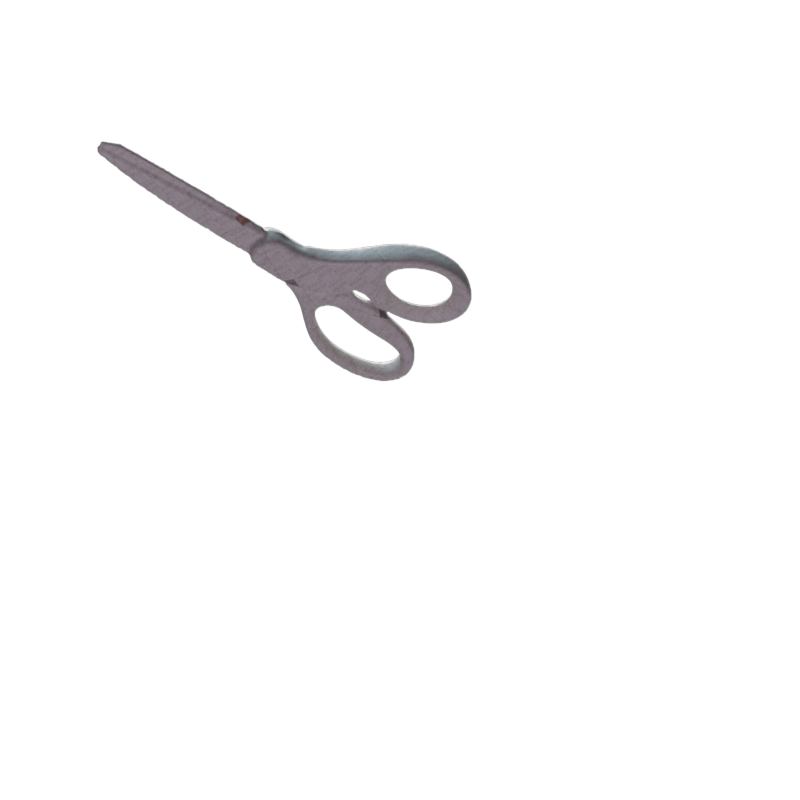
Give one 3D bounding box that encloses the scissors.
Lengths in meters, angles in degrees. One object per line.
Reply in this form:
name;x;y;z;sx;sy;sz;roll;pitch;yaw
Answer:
scissors;-0.041;-0.075;0.528;0.096;0.017;0.187;-26;-50;23
